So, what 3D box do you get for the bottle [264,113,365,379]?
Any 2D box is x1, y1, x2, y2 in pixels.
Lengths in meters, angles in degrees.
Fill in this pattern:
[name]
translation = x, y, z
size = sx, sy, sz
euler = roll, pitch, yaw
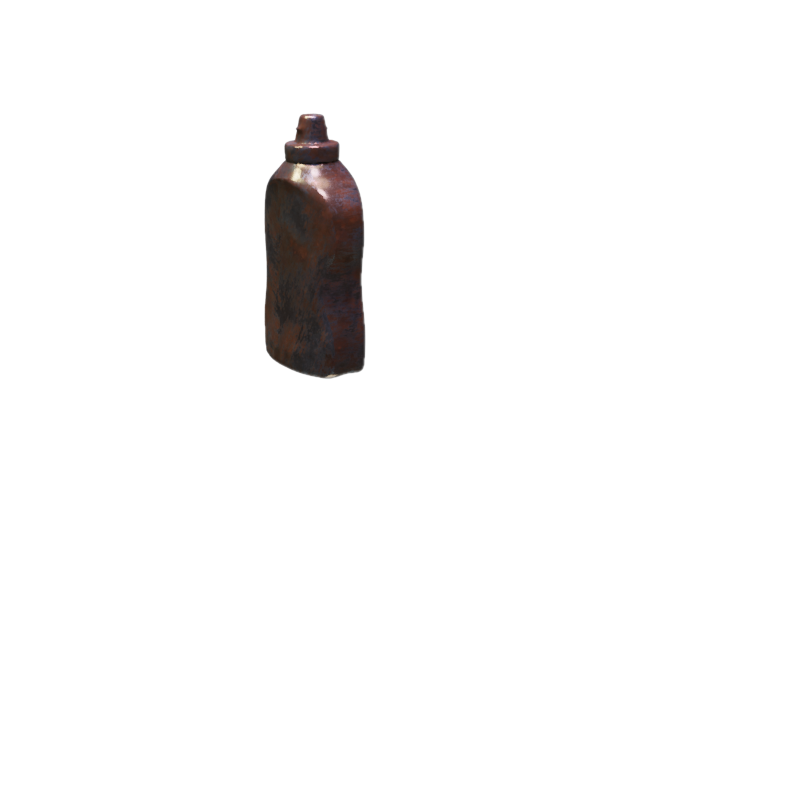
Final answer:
[bottle]
translation = -0.066, -0.119, 0.836
size = 0.057, 0.186, 0.102
euler = -9, 17, -34
